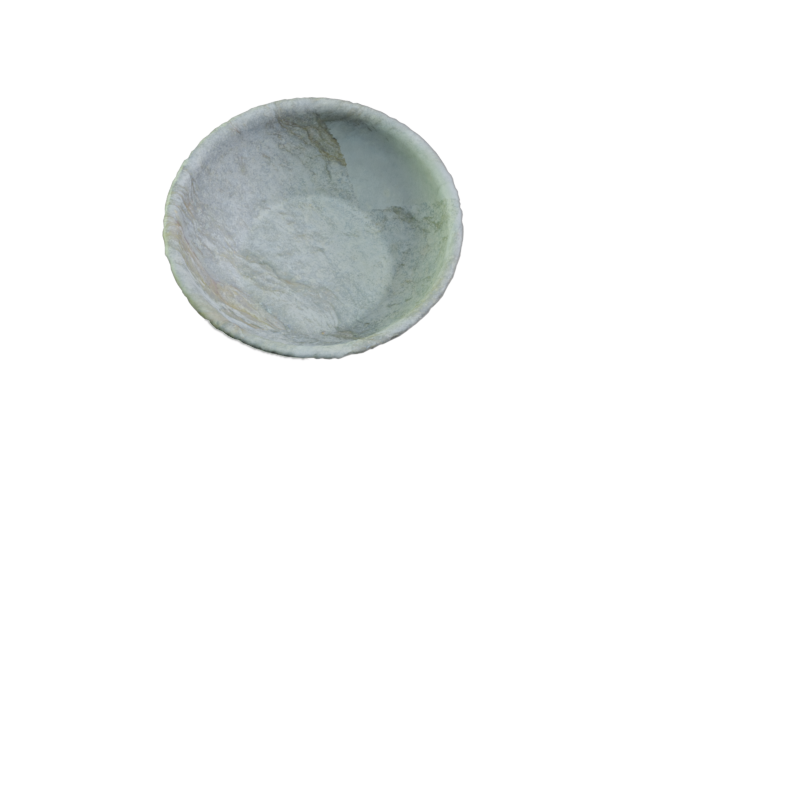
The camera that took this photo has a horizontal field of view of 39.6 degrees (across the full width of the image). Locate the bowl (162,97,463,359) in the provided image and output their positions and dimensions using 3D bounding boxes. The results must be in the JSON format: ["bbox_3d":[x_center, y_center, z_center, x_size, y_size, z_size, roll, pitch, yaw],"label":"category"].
[{"bbox_3d":[-0.048,-0.088,0.618,0.162,0.172,0.052,-1,-26,-1],"label":"bowl"}]
